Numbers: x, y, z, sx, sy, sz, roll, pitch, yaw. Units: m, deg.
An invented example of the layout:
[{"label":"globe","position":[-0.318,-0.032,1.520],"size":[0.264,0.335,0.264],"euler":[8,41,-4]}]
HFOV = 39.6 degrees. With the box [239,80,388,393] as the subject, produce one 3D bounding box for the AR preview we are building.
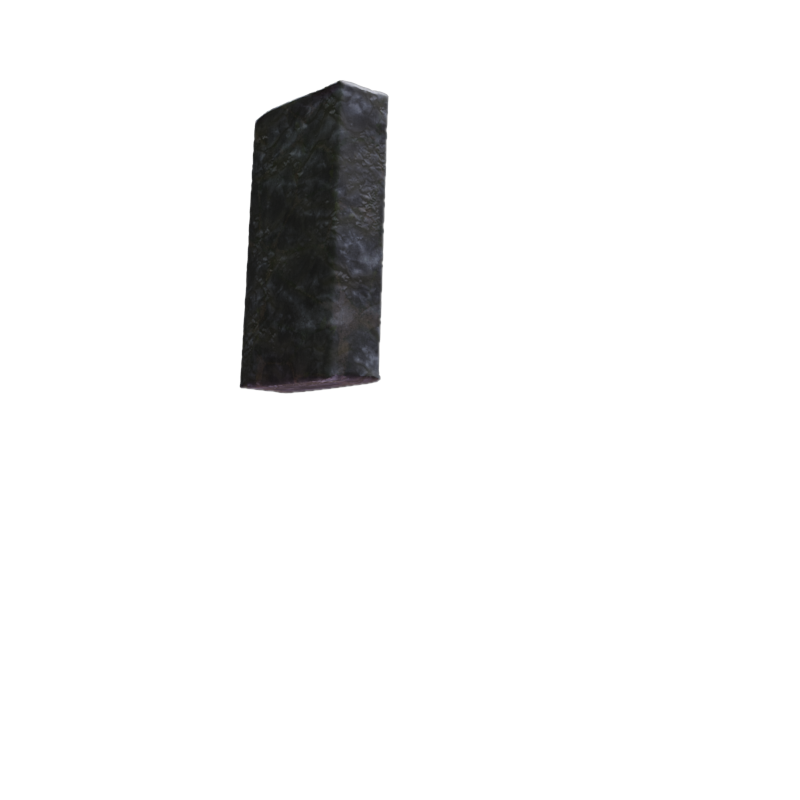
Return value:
[{"label":"box","position":[-0.053,-0.096,0.671],"size":[0.046,0.181,0.095],"euler":[9,-14,-40]}]
